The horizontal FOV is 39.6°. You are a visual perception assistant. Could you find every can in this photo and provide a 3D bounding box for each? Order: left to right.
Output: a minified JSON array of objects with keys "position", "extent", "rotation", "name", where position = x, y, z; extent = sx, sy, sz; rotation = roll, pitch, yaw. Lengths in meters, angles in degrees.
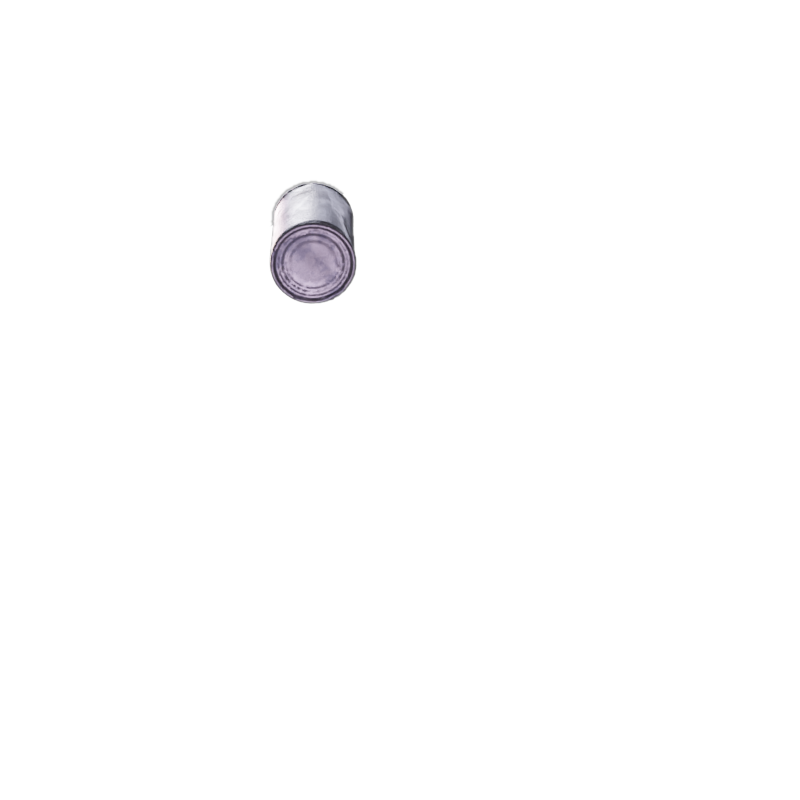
[{"position":[-0.069,-0.126,0.883],"extent":[0.068,0.065,0.108],"rotation":[0,26,-3],"name":"can"}]
